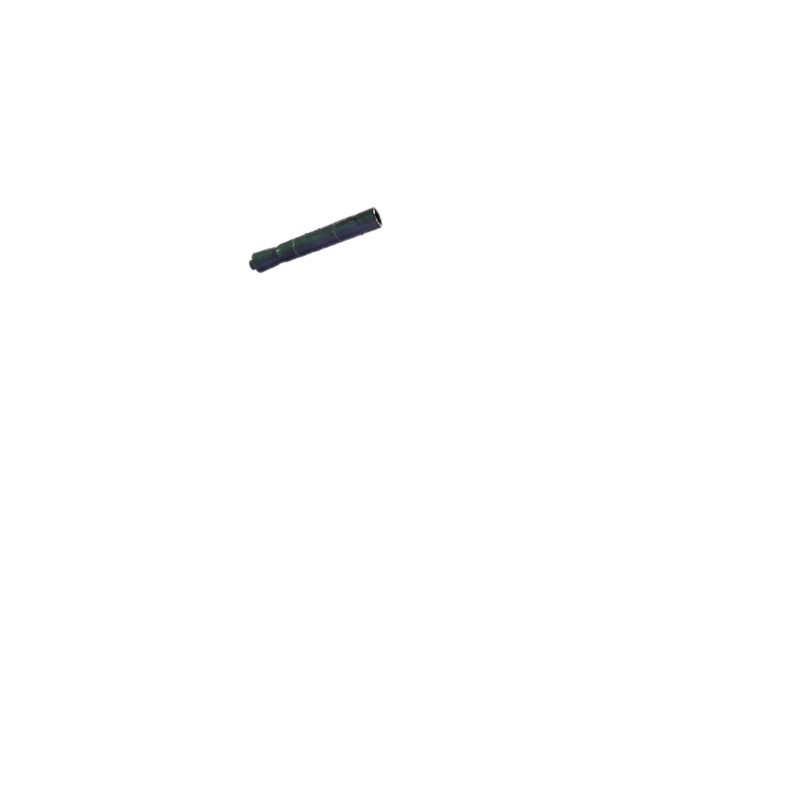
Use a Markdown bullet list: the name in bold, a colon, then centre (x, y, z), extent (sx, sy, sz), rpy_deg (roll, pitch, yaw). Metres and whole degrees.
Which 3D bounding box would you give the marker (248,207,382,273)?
- **marker**: centre (-0.074, -0.134, 0.940), extent (0.122, 0.020, 0.019), rpy_deg (-18, -2, 18)
